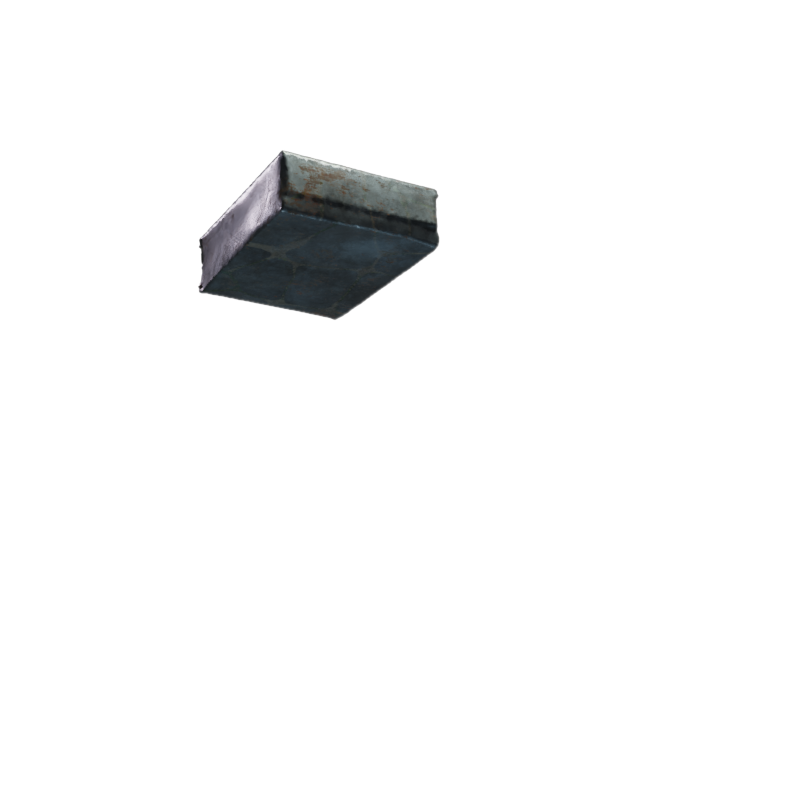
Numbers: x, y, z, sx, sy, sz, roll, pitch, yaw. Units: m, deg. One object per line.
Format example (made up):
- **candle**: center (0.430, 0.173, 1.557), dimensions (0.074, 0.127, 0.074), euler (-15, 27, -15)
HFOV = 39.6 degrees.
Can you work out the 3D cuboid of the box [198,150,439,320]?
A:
- **box**: center (-0.046, -0.084, 0.588), dimensions (0.086, 0.041, 0.112), euler (12, -25, -27)
